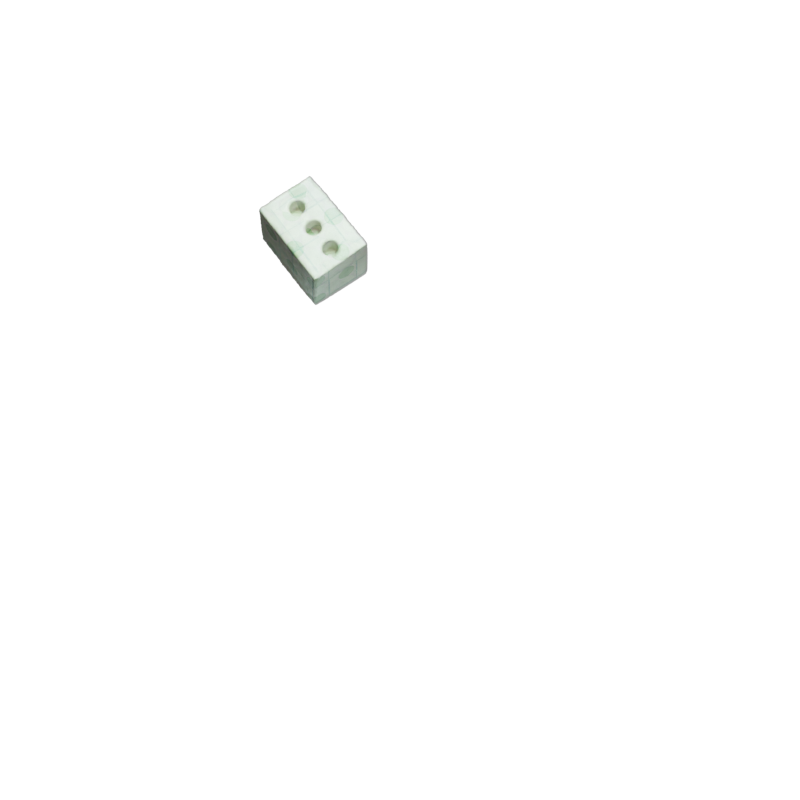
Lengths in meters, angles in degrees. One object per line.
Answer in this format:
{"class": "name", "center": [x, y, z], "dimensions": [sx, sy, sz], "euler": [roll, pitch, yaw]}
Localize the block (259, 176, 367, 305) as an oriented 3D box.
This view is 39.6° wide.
{"class": "block", "center": [-0.069, -0.126, 0.883], "dimensions": [0.053, 0.082, 0.048], "euler": [-35, -19, -15]}
